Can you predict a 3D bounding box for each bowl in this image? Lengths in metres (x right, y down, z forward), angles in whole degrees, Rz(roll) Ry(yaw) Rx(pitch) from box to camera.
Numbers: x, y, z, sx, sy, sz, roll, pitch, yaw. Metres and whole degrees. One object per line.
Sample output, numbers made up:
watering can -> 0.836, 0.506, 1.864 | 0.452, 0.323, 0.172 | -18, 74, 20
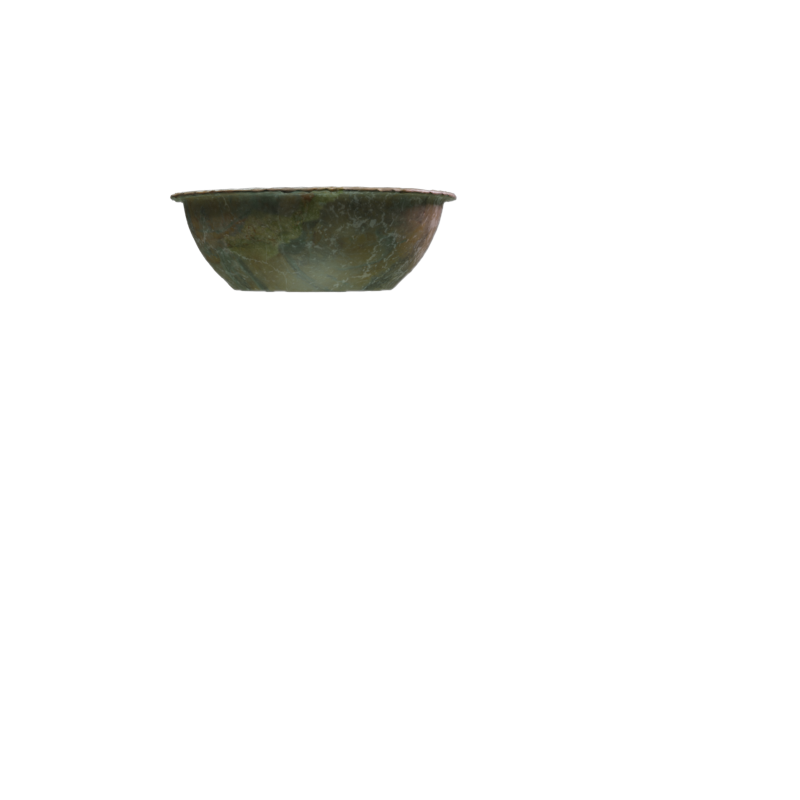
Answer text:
bowl -> -0.049, -0.090, 0.629 | 0.162, 0.055, 0.163 | 0, 6, -2
